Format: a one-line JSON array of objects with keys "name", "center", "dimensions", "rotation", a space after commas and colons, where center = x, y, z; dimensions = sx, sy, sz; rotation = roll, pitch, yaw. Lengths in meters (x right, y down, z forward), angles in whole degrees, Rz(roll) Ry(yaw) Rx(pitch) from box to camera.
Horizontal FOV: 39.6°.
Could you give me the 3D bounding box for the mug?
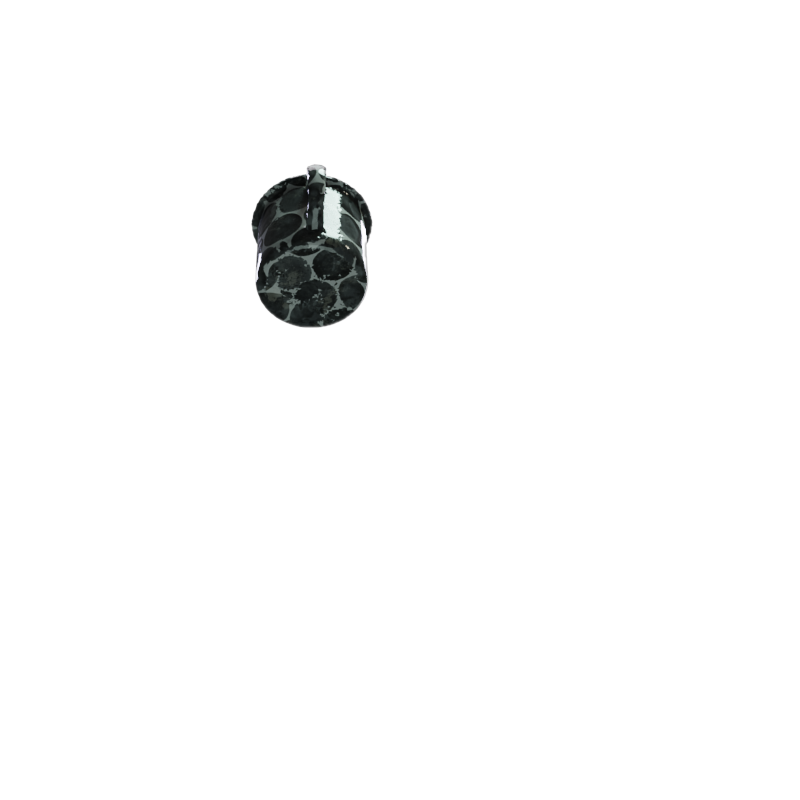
[{"name": "mug", "center": [-0.064, -0.117, 0.819], "dimensions": [0.092, 0.110, 0.087], "rotation": [5, 38, -6]}]
